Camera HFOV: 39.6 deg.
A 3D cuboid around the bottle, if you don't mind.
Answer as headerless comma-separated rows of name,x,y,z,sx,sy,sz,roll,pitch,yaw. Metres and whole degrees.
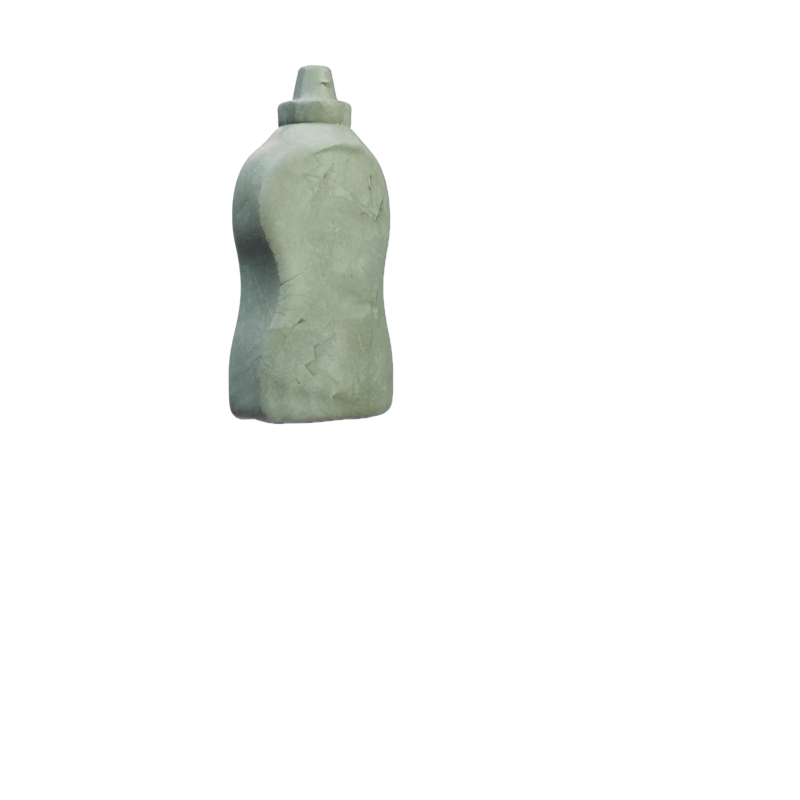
bottle,-0.047,-0.087,0.606,0.092,0.193,0.060,1,-3,-40
